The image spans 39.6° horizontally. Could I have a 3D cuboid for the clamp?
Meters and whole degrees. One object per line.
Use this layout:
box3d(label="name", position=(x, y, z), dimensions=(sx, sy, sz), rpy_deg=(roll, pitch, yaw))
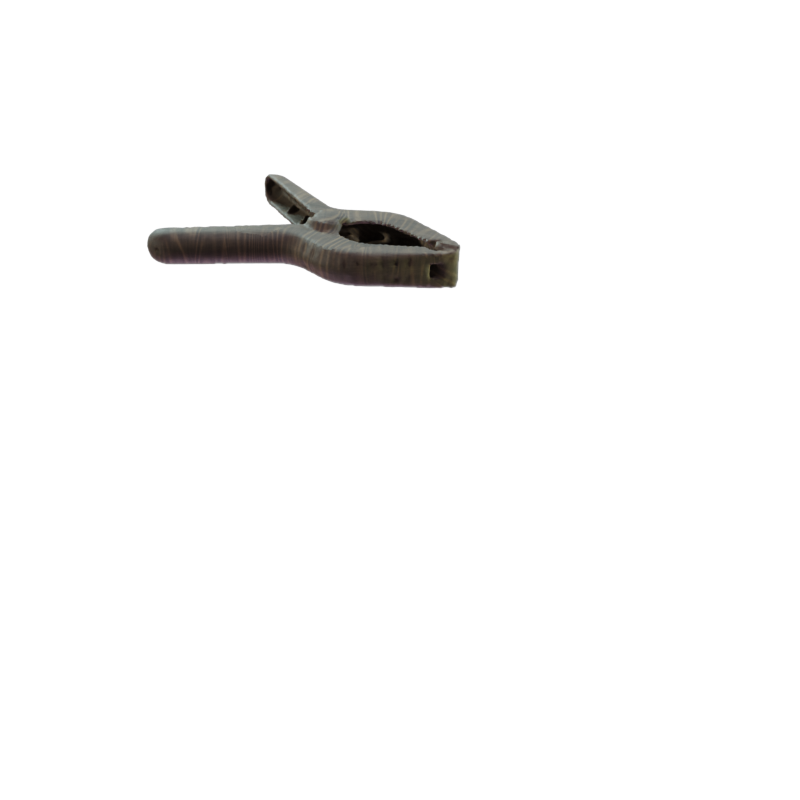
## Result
box3d(label="clamp", position=(-0.061, -0.112, 0.784), dimensions=(0.221, 0.034, 0.165), rpy_deg=(19, 34, 31))
